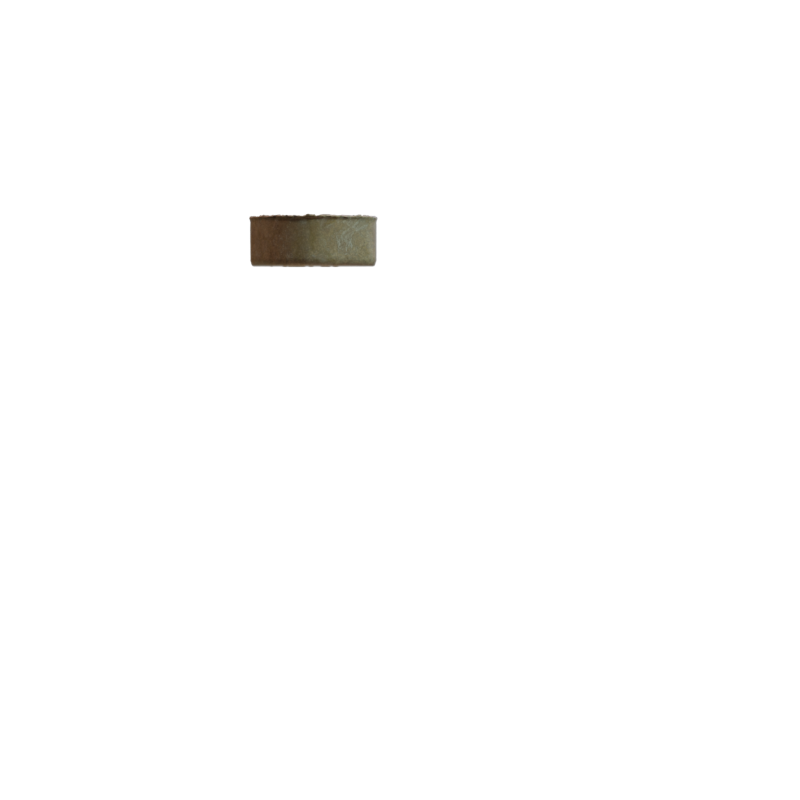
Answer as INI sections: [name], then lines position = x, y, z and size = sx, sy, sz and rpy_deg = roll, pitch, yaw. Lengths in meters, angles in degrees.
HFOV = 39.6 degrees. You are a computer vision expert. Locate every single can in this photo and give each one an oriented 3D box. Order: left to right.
[can]
position = -0.058, -0.106, 0.740
size = 0.086, 0.033, 0.087
rpy_deg = 0, 6, -2
